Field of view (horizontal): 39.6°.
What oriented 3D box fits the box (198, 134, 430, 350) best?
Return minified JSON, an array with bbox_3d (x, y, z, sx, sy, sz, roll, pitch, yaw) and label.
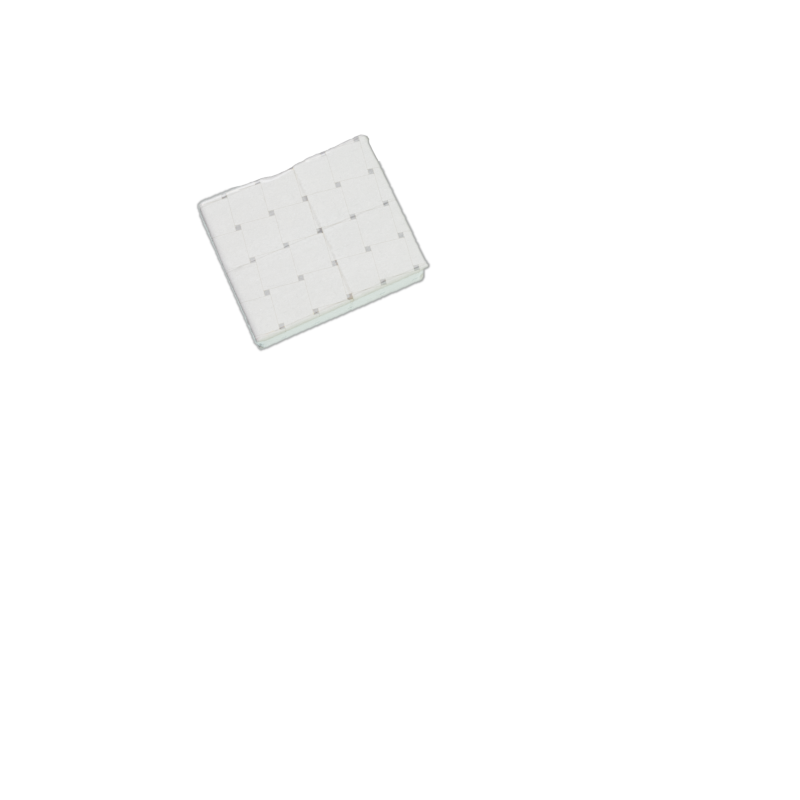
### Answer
[{"bbox_3d":[-0.041,-0.075,0.527,0.089,0.076,0.029,-24,-12,-6],"label":"box"}]
